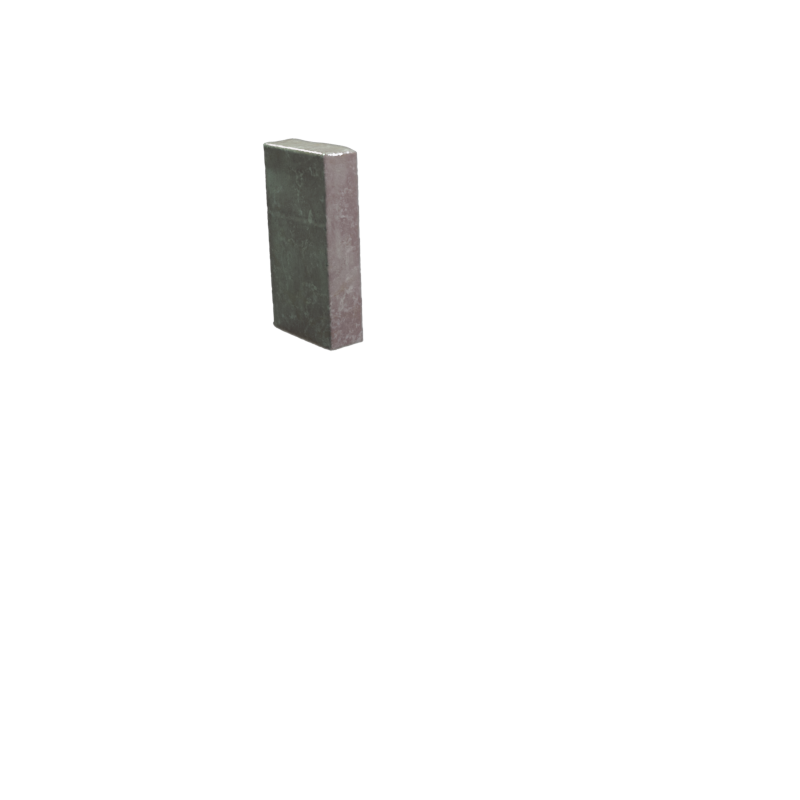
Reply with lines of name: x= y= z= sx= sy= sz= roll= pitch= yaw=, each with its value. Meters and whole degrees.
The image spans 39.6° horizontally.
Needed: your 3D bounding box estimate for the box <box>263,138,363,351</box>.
box: x=-0.077 y=-0.142 z=0.994 sx=0.047 sy=0.170 sz=0.099 roll=-10 pitch=19 yaw=-38
